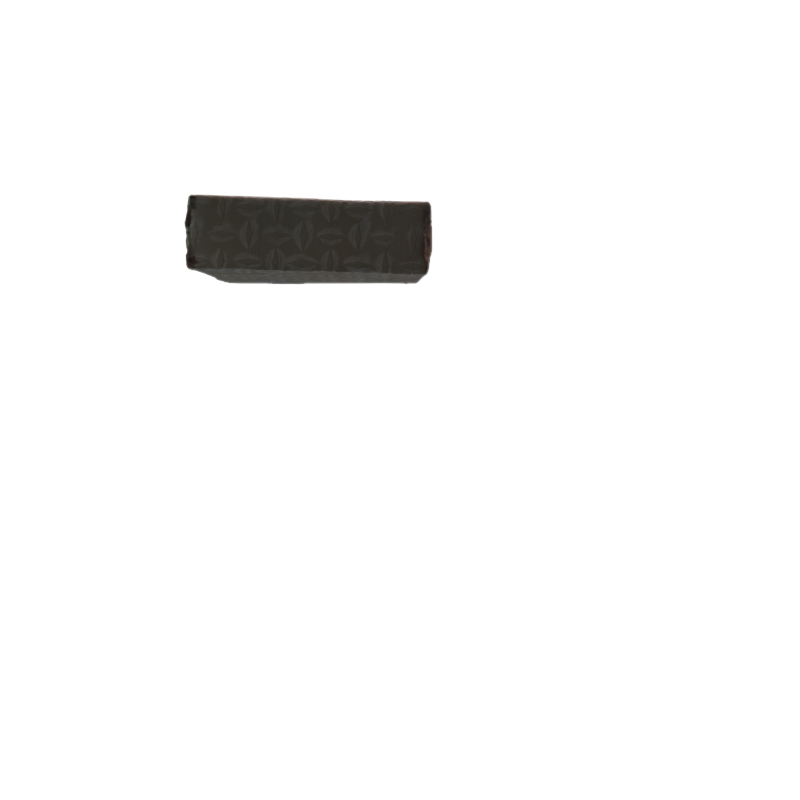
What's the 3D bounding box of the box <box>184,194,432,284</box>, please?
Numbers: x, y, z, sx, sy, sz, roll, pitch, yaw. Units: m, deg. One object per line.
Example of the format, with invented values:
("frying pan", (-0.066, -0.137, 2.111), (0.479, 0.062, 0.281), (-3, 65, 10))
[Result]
("box", (-0.042, -0.077, 0.541), (0.114, 0.039, 0.089), (0, 2, 1))
